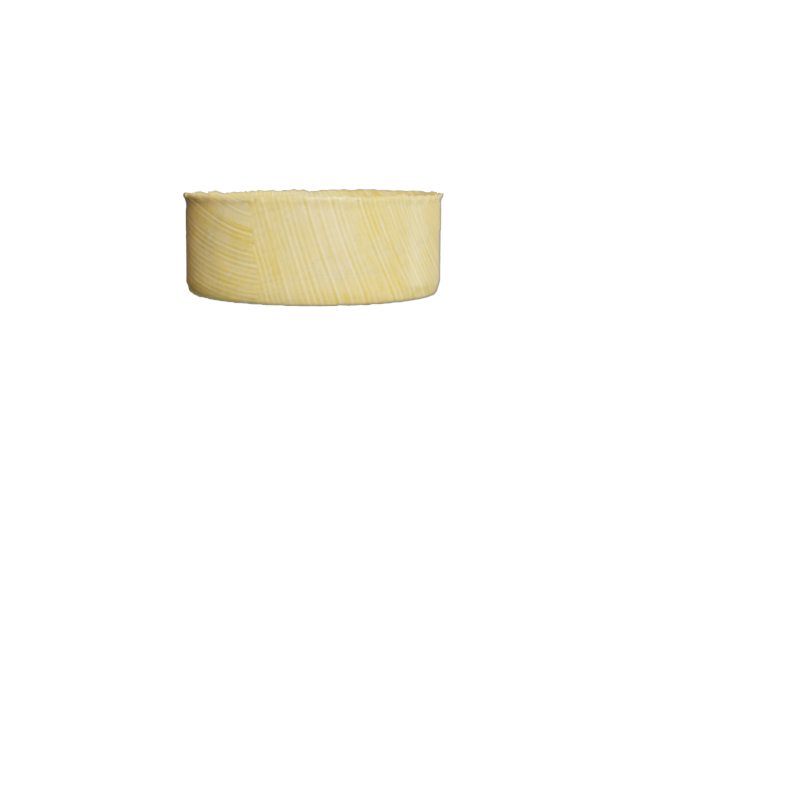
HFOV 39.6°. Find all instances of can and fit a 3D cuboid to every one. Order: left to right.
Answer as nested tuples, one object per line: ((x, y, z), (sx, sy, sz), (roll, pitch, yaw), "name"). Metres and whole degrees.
((-0.029, -0.053, 0.369), (0.086, 0.033, 0.088), (0, 11, -2), "can")
